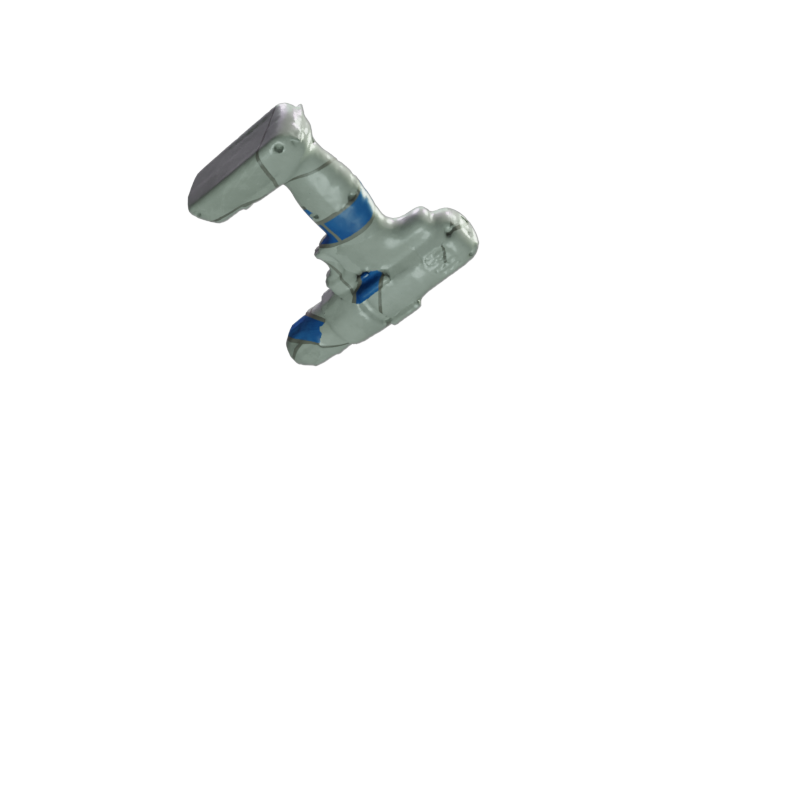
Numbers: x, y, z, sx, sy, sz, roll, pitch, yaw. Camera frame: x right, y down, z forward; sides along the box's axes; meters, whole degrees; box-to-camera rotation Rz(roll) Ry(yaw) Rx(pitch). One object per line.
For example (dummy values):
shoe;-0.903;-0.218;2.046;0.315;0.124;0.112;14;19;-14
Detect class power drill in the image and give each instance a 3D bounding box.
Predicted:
power drill;-0.065;-0.118;0.825;0.182;0.061;0.177;-37;-59;26
